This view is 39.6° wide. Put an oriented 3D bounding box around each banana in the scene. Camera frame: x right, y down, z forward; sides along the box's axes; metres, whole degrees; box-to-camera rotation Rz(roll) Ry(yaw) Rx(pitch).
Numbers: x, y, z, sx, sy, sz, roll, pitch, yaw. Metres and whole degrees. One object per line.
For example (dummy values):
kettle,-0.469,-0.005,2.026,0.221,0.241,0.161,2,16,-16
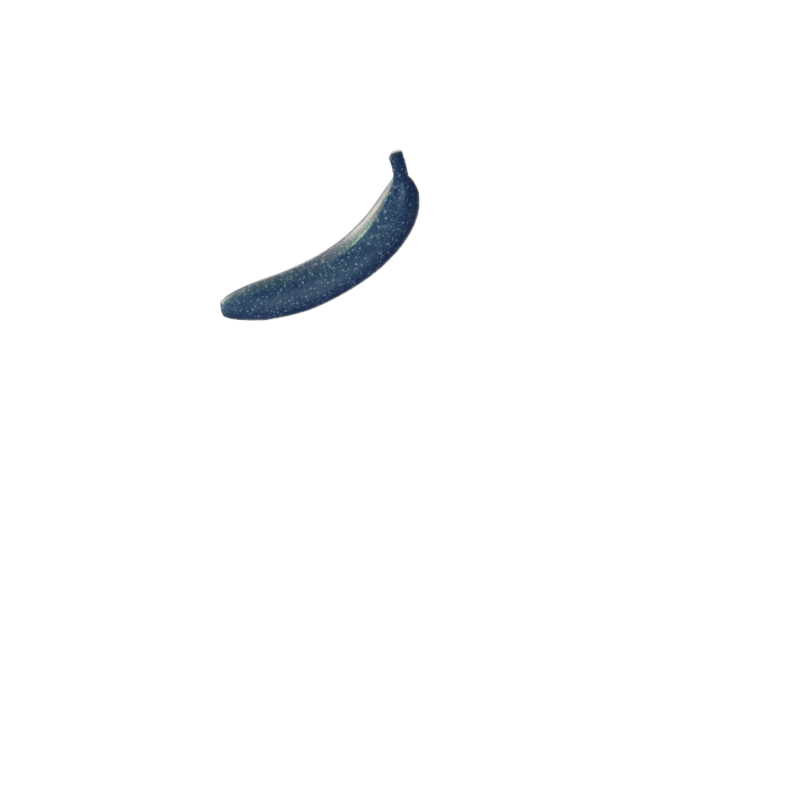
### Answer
banana,-0.051,-0.114,0.858,0.196,0.066,0.039,-39,25,20
